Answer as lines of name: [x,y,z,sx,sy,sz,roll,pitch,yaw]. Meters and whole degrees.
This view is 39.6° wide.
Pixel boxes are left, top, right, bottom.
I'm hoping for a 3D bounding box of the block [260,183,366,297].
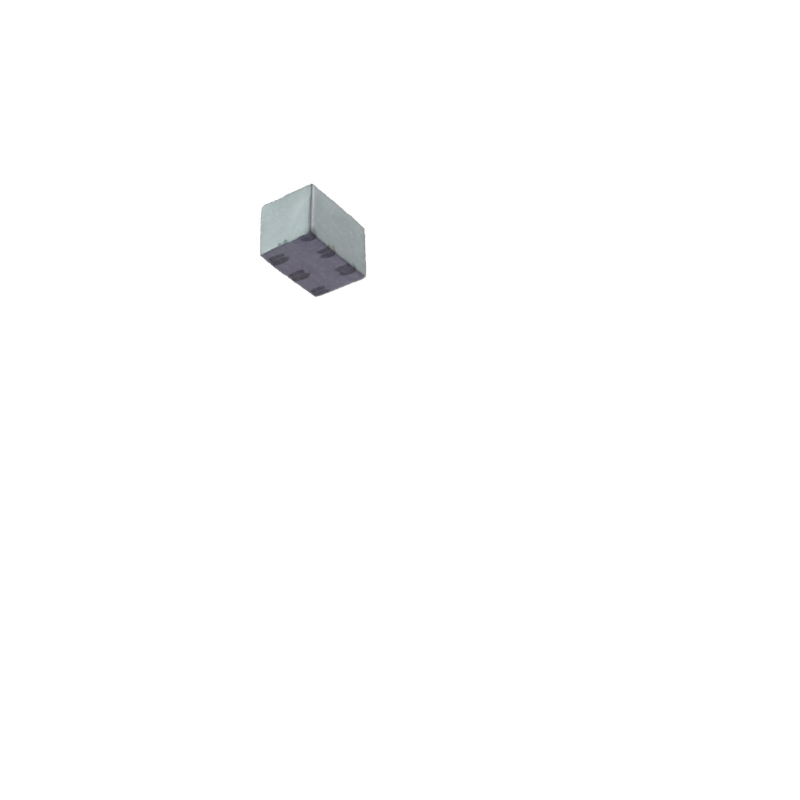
block: [-0.070,-0.128,0.898,0.053,0.055,0.072,-21,-36,28]
